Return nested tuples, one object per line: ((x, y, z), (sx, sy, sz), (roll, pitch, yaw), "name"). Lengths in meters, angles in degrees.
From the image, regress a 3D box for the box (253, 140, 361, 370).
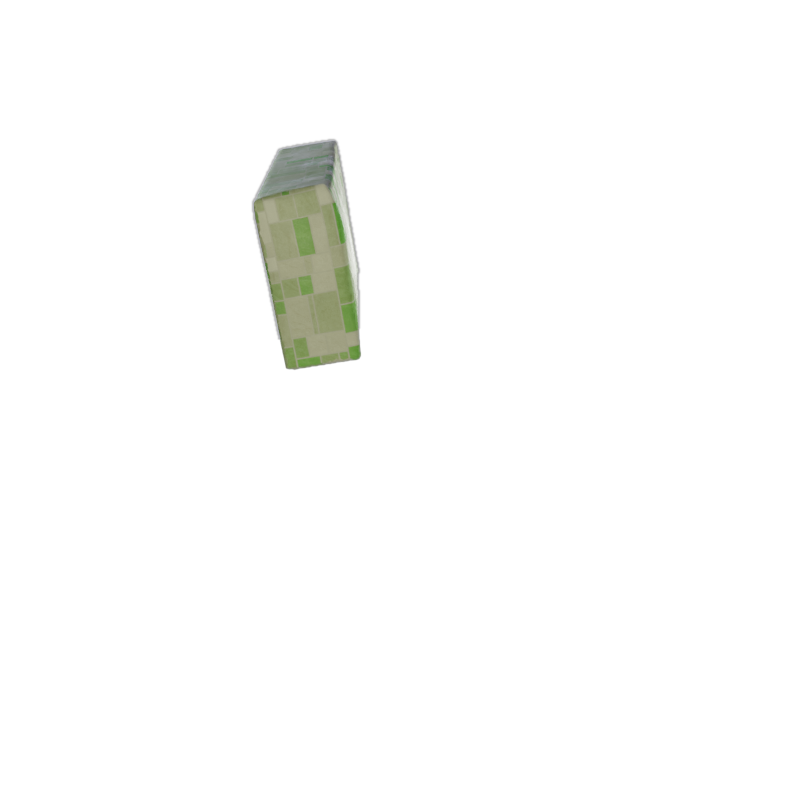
((-0.050, -0.091, 0.638), (0.048, 0.090, 0.183), (-10, 18, -1), "box")
